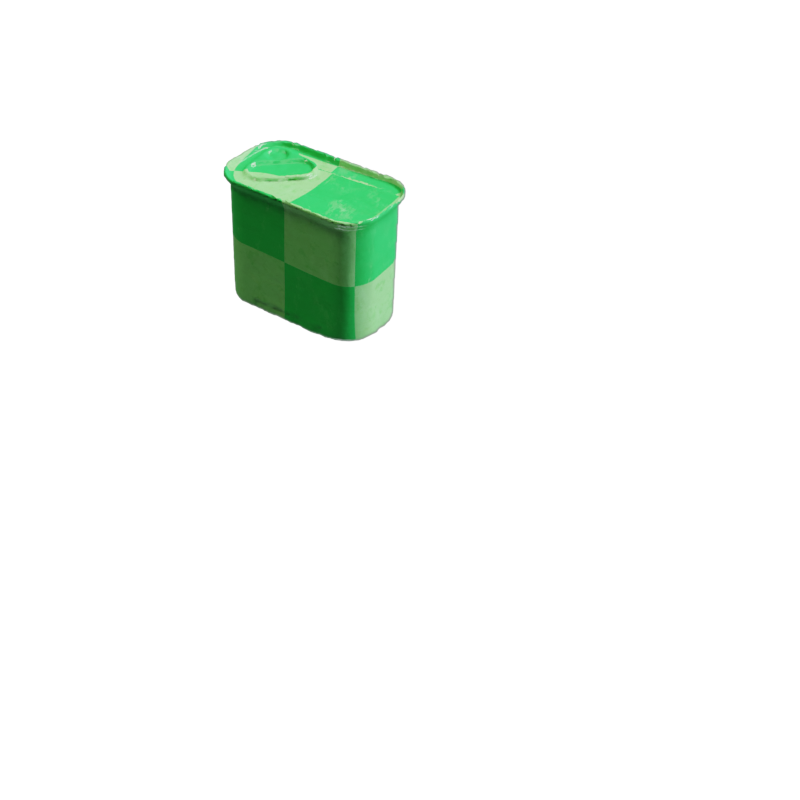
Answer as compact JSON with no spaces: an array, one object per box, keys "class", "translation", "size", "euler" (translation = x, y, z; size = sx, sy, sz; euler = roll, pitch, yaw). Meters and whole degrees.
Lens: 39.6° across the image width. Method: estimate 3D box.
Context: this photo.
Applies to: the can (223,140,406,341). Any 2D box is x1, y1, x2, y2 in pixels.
[{"class":"can","translation":[-0.050,-0.090,0.632],"size":[0.108,0.078,0.058],"euler":[25,42,28]}]
